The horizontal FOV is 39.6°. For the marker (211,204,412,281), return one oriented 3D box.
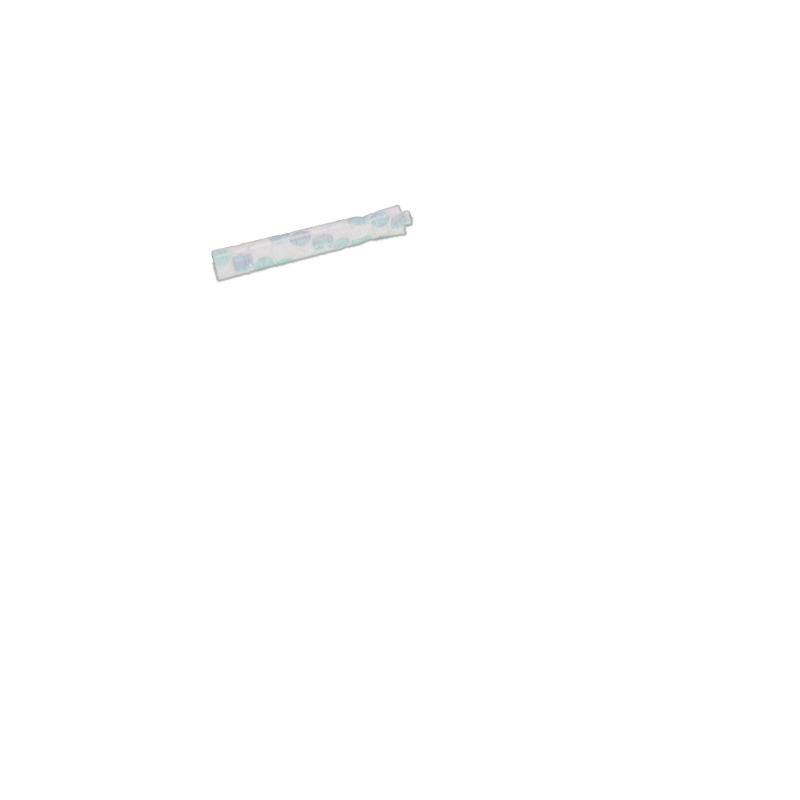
[{"bbox_3d":[-0.052,-0.094,0.660,0.120,0.020,0.020,-15,6,-5],"label":"marker"}]
